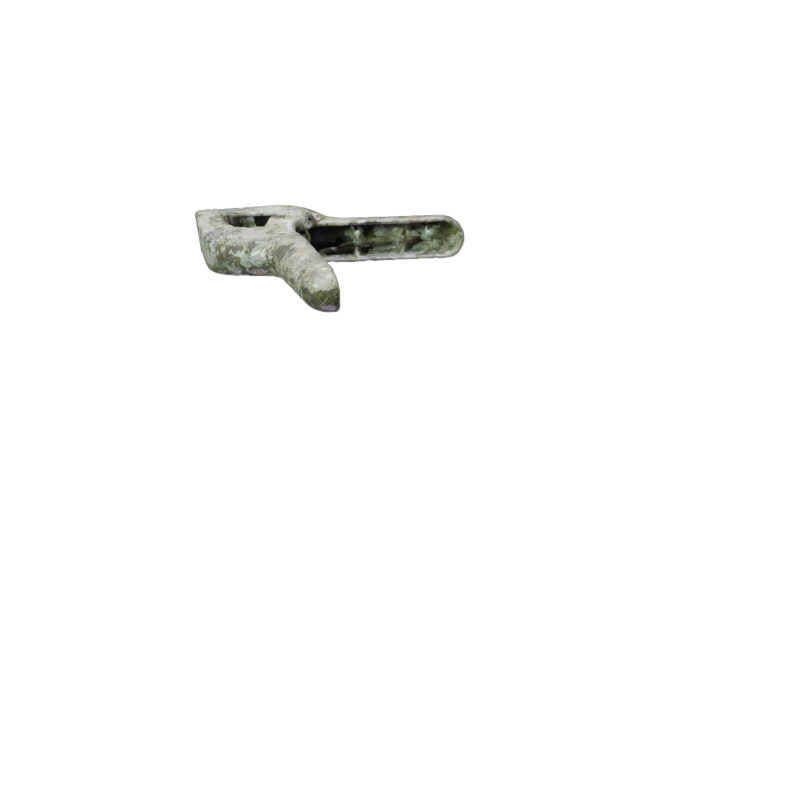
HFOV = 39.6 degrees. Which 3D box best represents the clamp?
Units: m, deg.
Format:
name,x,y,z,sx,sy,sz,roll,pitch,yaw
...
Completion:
name,x,y,z,sx,sy,sz,roll,pitch,yaw
clamp,-0.051,-0.093,0.653,0.118,0.038,0.182,-17,27,-37
